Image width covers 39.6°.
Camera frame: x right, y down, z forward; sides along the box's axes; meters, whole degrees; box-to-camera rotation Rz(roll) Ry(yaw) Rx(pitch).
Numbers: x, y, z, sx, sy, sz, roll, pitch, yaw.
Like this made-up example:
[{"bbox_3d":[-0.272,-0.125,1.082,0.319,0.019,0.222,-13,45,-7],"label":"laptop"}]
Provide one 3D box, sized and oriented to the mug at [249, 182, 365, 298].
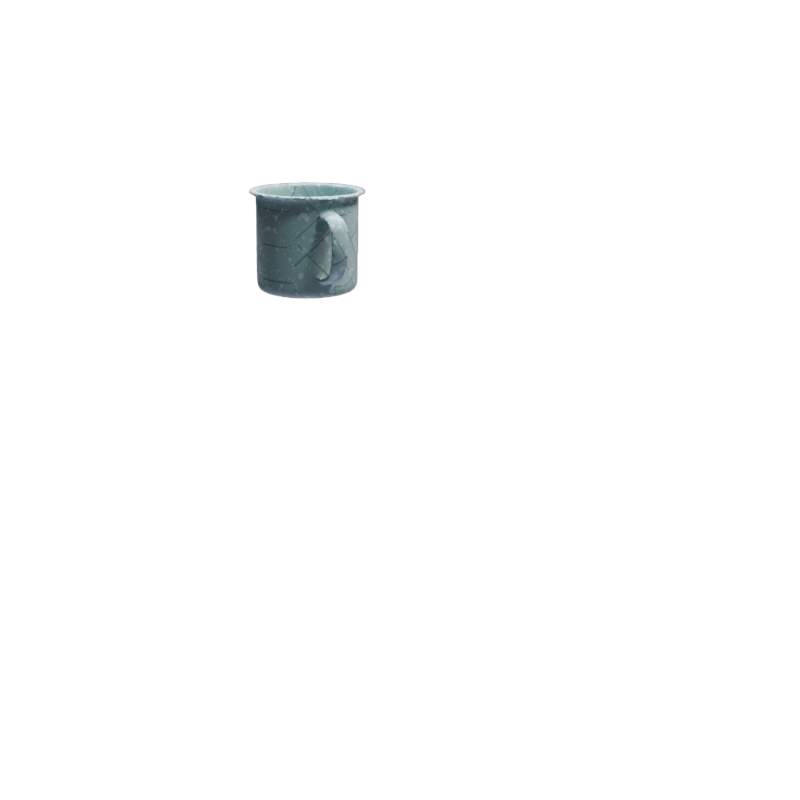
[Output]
[{"bbox_3d":[-0.069,-0.126,0.880,0.091,0.079,0.124,-7,17,-26],"label":"mug"}]
